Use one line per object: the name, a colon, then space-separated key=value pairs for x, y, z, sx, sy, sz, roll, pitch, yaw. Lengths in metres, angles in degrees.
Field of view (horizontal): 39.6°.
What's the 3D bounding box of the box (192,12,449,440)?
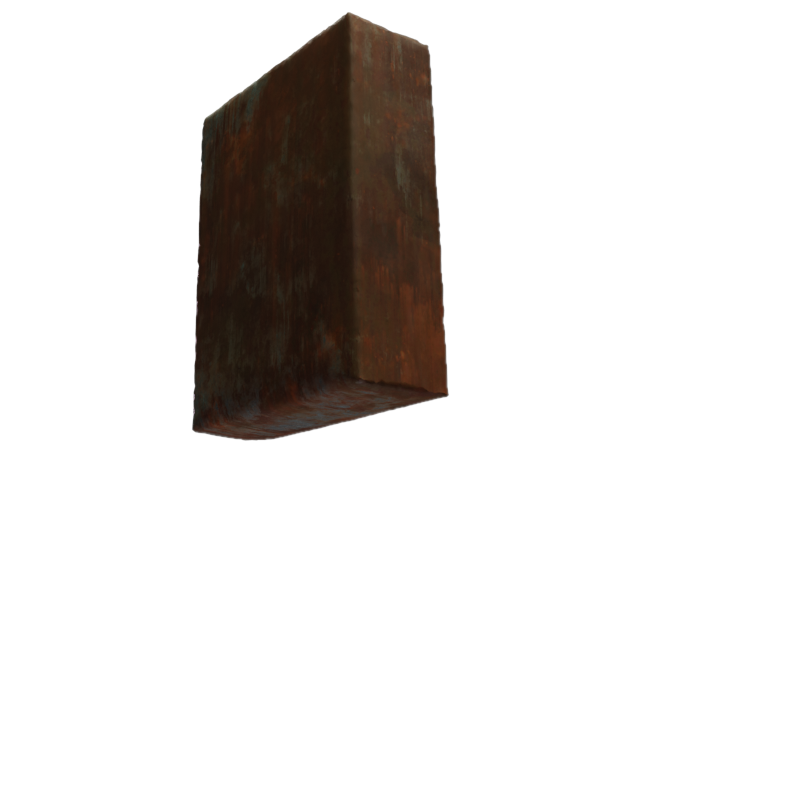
box: x=-0.052 y=-0.094 z=0.659 sx=0.068 sy=0.224 sz=0.165 roll=14 pitch=-23 yaw=-37
